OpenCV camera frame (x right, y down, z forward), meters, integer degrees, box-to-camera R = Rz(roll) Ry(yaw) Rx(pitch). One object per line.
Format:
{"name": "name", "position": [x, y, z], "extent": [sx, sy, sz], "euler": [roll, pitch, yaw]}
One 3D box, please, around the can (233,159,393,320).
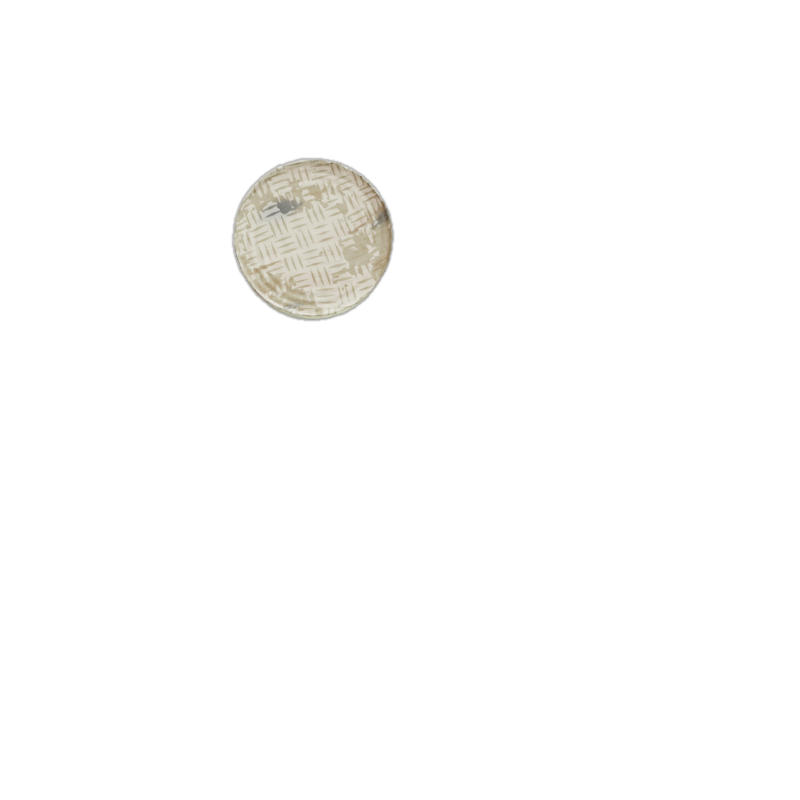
{"name": "can", "position": [-0.048, -0.087, 0.609], "extent": [0.086, 0.088, 0.033], "euler": [0, -9, -1]}
